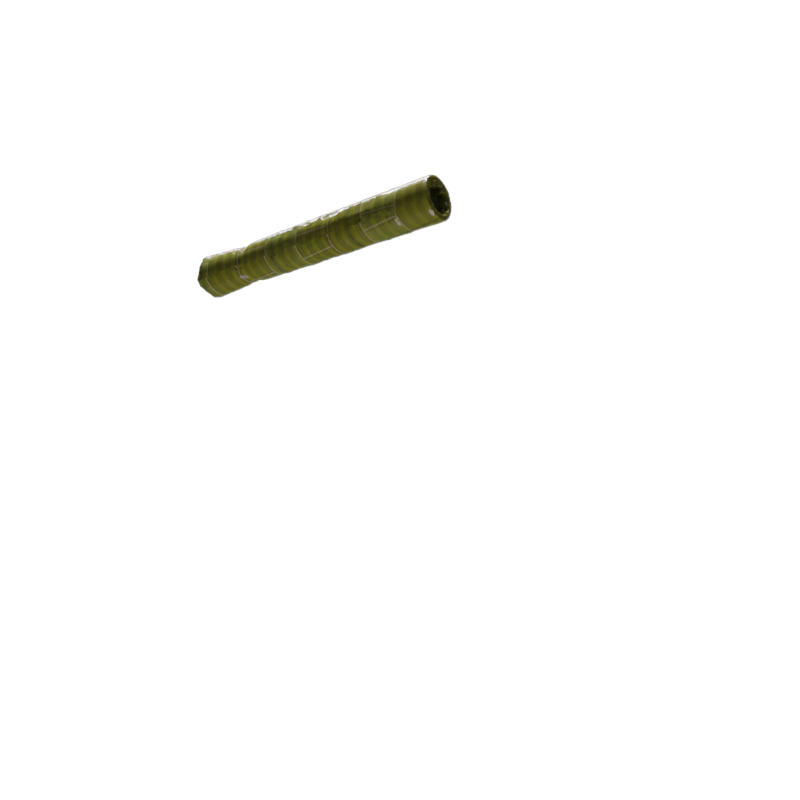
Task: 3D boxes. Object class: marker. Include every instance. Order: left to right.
[{"bbox_3d":[-0.035,-0.064,0.451,0.123,0.020,0.019,-14,-4,33],"label":"marker"}]
